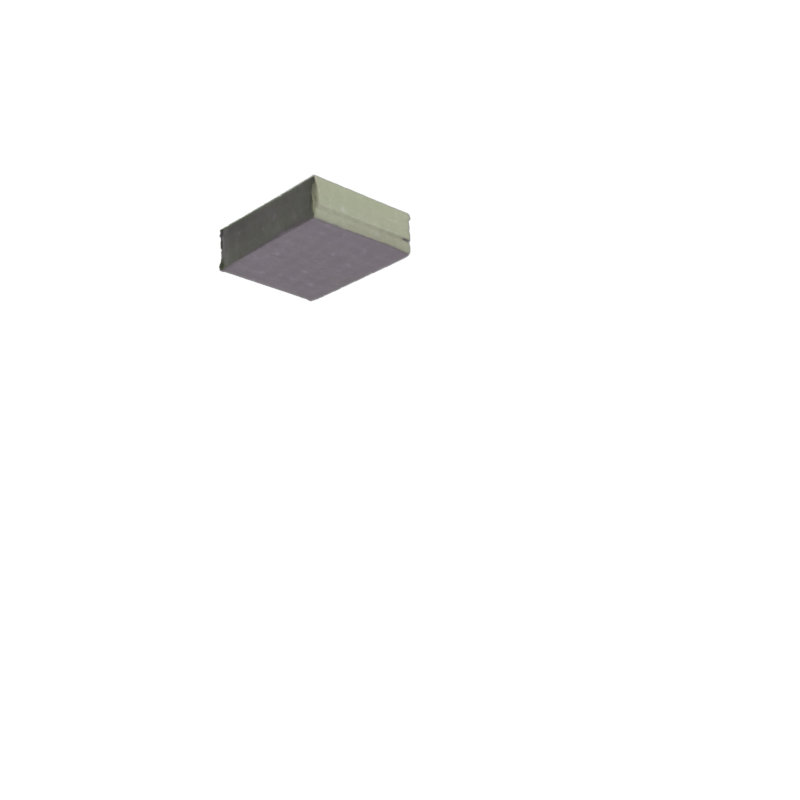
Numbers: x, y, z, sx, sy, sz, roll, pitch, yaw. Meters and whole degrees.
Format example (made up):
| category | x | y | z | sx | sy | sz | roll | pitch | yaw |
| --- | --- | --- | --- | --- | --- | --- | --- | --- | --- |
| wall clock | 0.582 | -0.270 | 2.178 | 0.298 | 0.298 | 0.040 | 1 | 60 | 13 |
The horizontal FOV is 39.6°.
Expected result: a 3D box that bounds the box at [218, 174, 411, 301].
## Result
| category | x | y | z | sx | sy | sz | roll | pitch | yaw |
| --- | --- | --- | --- | --- | --- | --- | --- | --- | --- |
| box | -0.062 | -0.113 | 0.792 | 0.085 | 0.041 | 0.114 | 19 | -29 | -39 |
